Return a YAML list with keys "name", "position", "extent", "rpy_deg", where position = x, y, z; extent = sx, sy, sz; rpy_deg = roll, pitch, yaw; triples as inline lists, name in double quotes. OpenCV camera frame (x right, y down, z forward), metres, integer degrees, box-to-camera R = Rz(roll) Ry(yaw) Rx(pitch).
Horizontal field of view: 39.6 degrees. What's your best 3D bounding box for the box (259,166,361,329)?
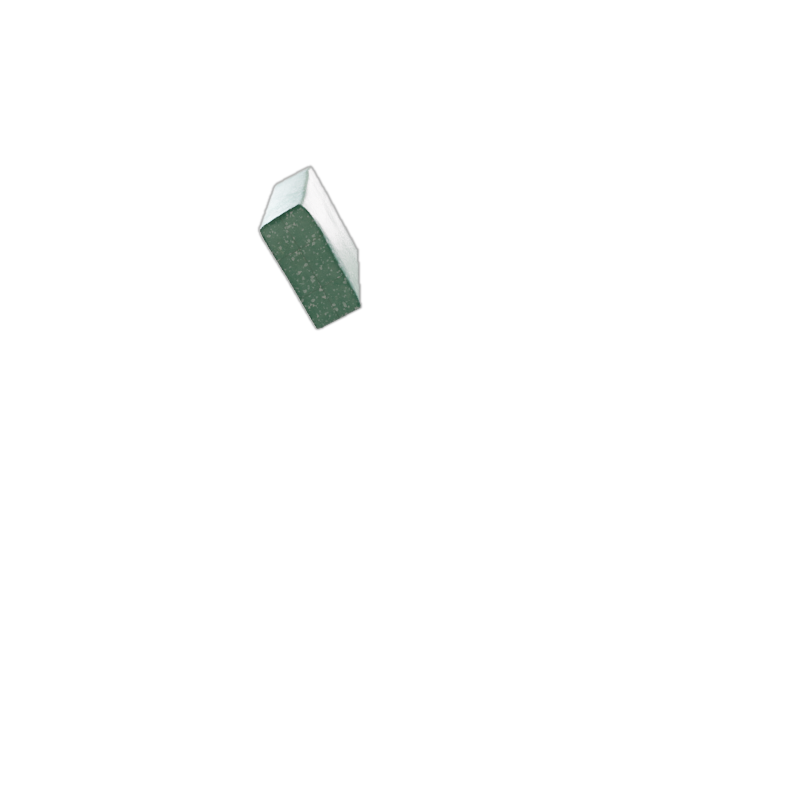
- name: "box"
  position: [-0.071, -0.130, 0.910]
  extent: [0.048, 0.090, 0.183]
  rpy_deg: [-28, 17, 5]
